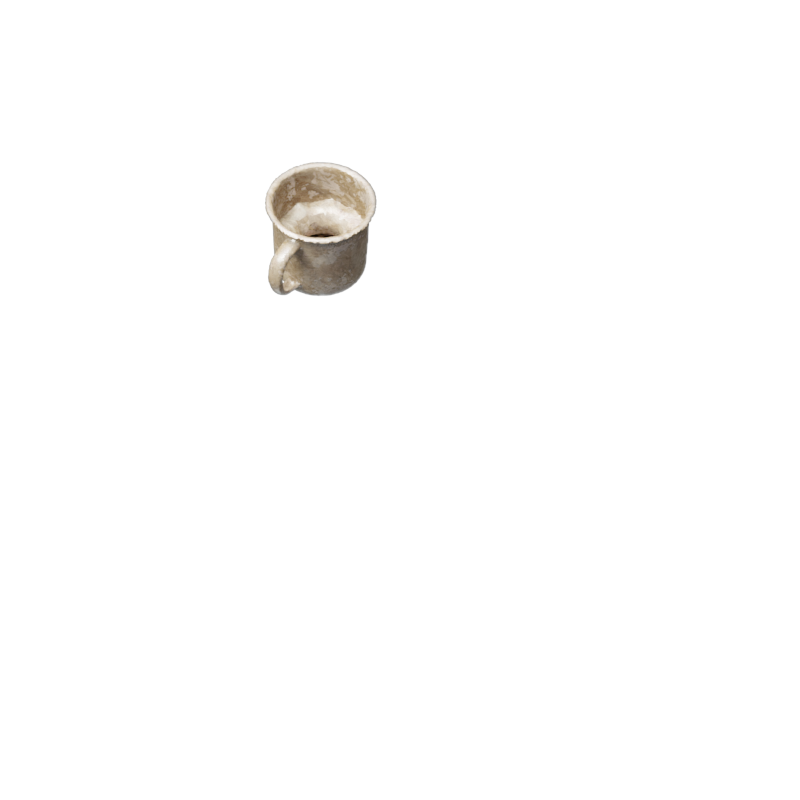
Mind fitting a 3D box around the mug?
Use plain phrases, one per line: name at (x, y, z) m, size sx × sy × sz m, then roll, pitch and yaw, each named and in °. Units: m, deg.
mug at (-0.074, -0.135, 0.947) m, size 0.097 × 0.121 × 0.076 m, roll 24°, pitch -35°, yaw 16°
